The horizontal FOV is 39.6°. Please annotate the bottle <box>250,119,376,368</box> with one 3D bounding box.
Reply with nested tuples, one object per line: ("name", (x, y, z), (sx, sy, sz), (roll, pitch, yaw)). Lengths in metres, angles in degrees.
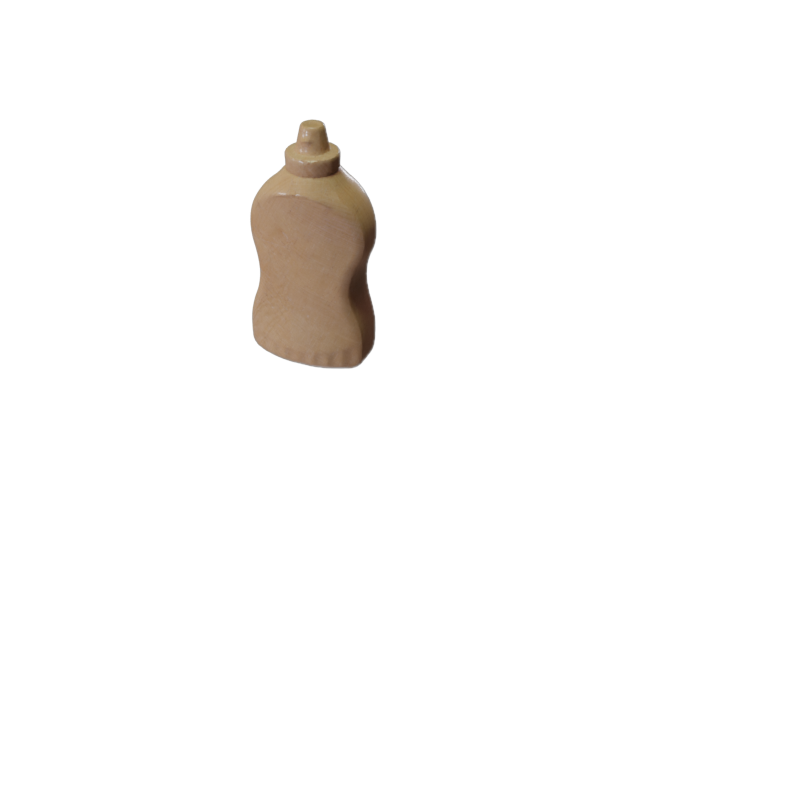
("bottle", (-0.066, -0.119, 0.838), (0.100, 0.181, 0.060), (15, 32, 21))
